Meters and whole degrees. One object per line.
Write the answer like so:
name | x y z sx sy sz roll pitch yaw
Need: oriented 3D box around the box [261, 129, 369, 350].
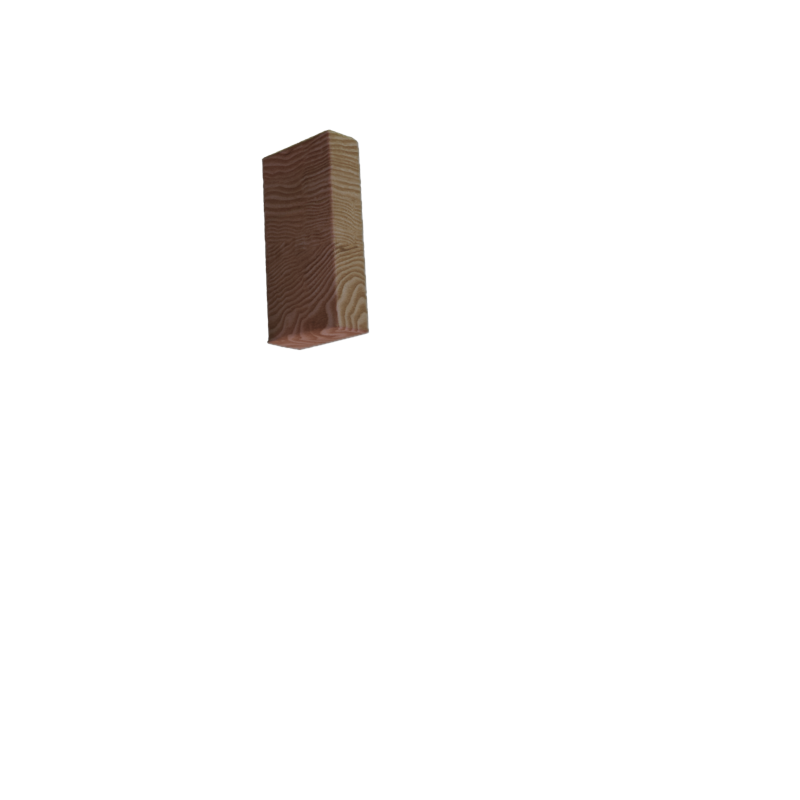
box | -0.076 -0.139 0.973 0.095 0.183 0.045 -15 -21 42
